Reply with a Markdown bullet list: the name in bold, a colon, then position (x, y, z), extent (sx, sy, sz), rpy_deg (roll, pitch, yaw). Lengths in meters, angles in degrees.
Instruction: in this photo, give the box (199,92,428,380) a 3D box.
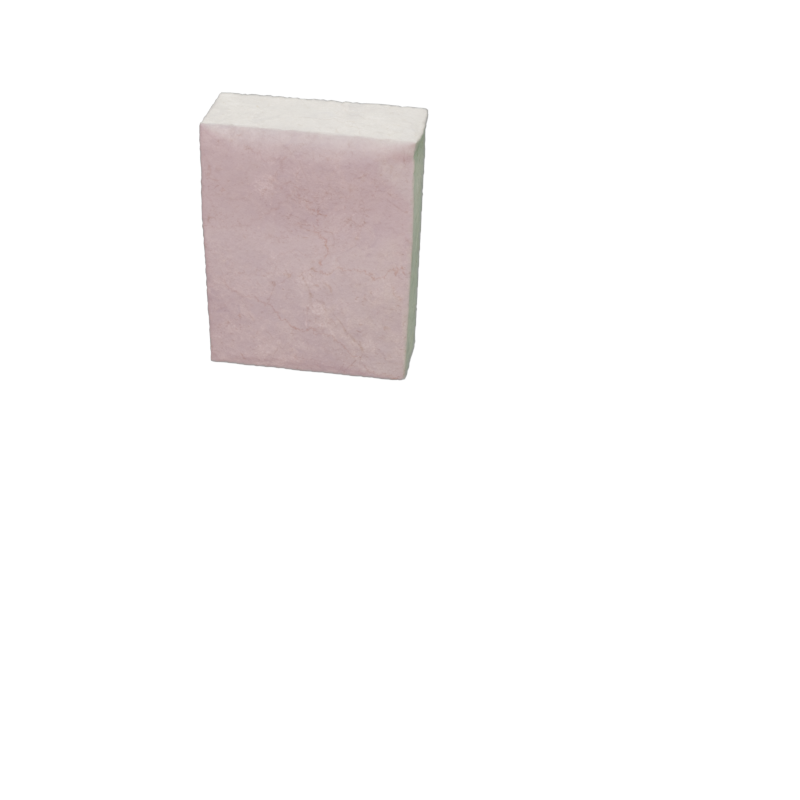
- **box**: position (-0.068, -0.124, 0.866), extent (0.166, 0.201, 0.075), rpy_deg (7, 33, 8)
